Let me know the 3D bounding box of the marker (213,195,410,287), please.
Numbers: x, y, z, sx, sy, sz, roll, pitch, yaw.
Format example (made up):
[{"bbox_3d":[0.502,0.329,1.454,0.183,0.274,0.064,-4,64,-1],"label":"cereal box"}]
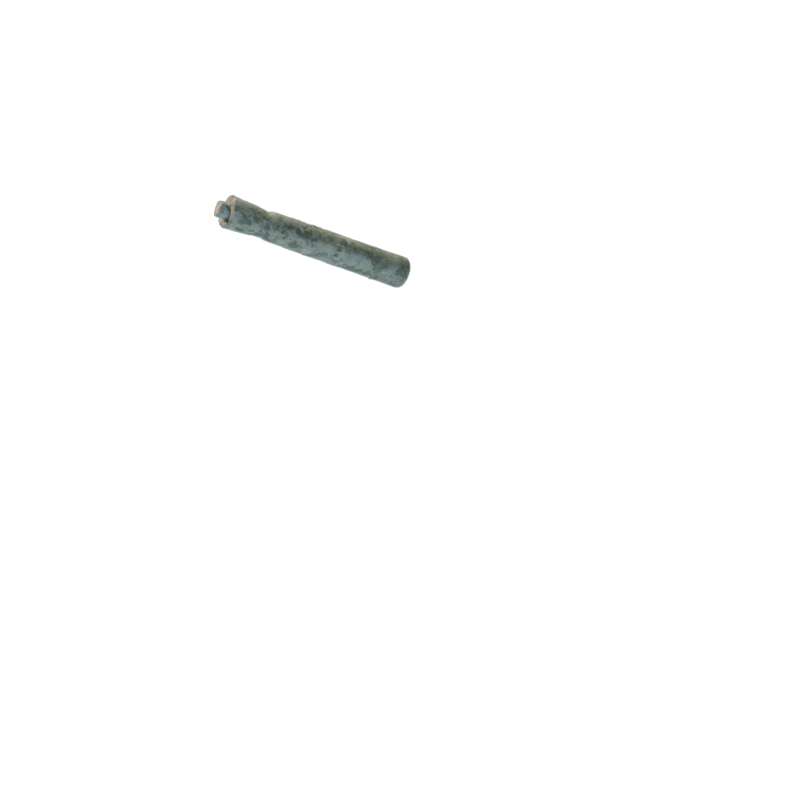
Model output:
[{"bbox_3d":[-0.049,-0.089,0.620,0.115,0.020,0.020,16,-4,-26],"label":"marker"}]
